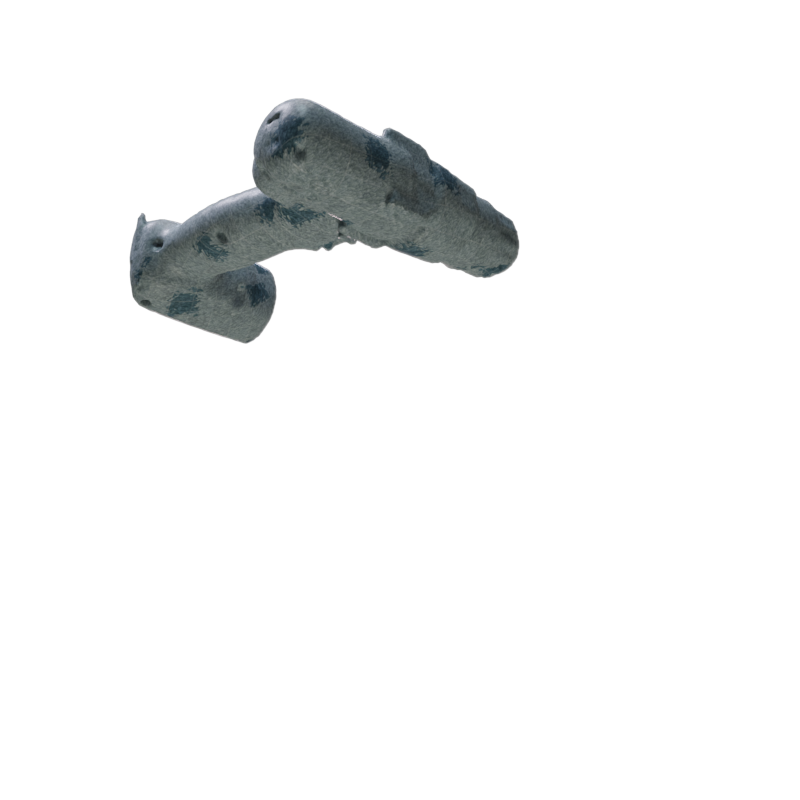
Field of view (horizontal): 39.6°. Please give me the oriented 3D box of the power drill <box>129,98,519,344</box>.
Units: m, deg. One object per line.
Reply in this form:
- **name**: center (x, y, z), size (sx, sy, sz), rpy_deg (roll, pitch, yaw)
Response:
- **power drill**: center (-0.050, -0.091, 0.636), size (0.188, 0.061, 0.173), rpy_deg (-23, -34, 39)
